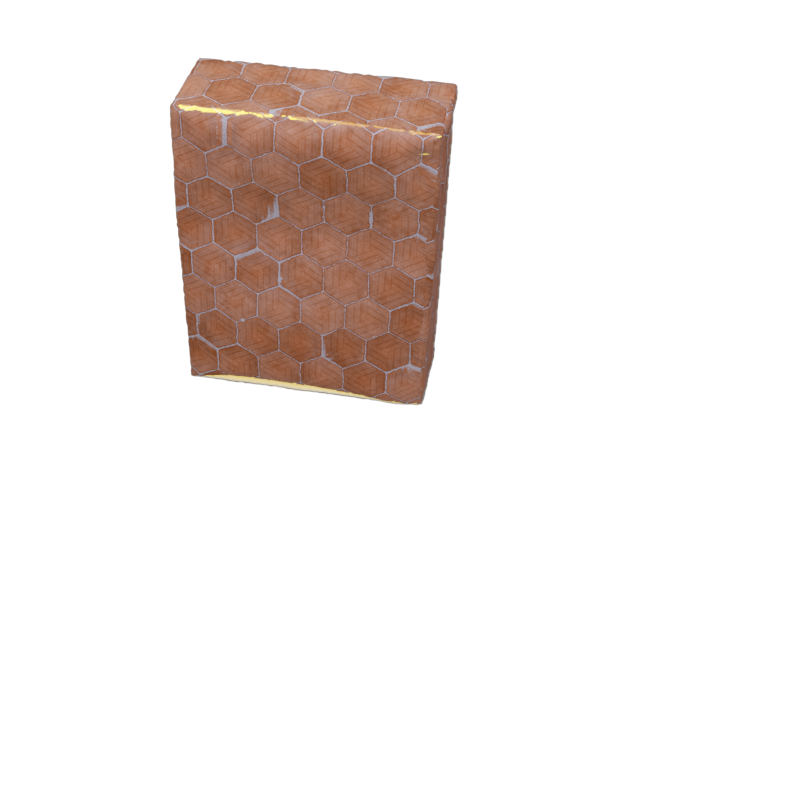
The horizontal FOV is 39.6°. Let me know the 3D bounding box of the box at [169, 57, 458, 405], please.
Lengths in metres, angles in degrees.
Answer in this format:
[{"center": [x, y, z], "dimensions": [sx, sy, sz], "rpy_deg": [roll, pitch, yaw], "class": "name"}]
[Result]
[{"center": [-0.056, -0.101, 0.710], "dimensions": [0.166, 0.199, 0.076], "rpy_deg": [9, 40, 8], "class": "box"}]
